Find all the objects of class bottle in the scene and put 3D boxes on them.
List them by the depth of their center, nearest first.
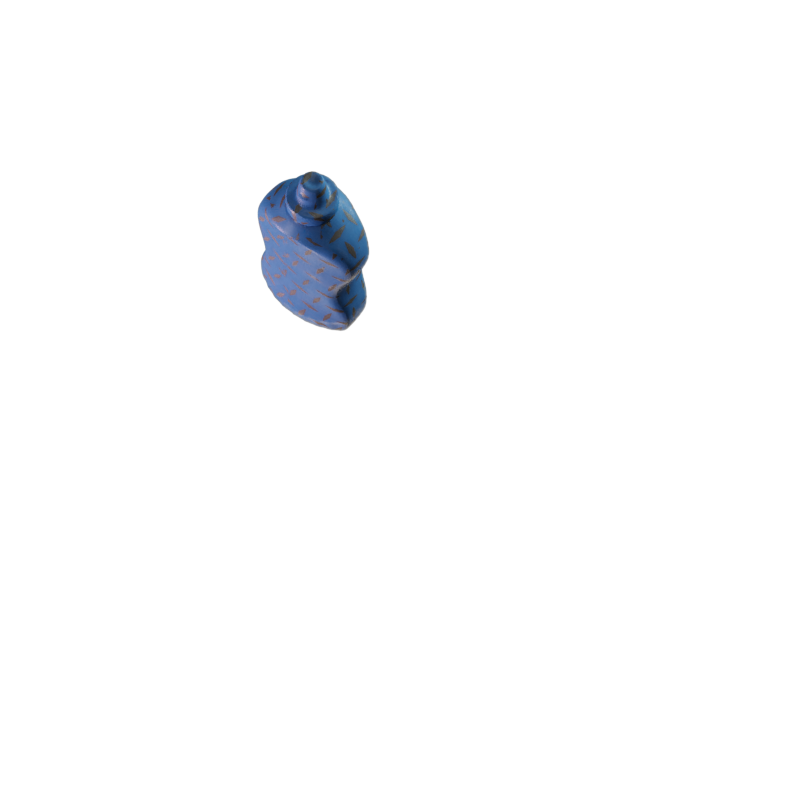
[{"bbox_3d":[-0.070,-0.128,0.897,0.100,0.059,0.182,37,-20,12],"label":"bottle"}]
